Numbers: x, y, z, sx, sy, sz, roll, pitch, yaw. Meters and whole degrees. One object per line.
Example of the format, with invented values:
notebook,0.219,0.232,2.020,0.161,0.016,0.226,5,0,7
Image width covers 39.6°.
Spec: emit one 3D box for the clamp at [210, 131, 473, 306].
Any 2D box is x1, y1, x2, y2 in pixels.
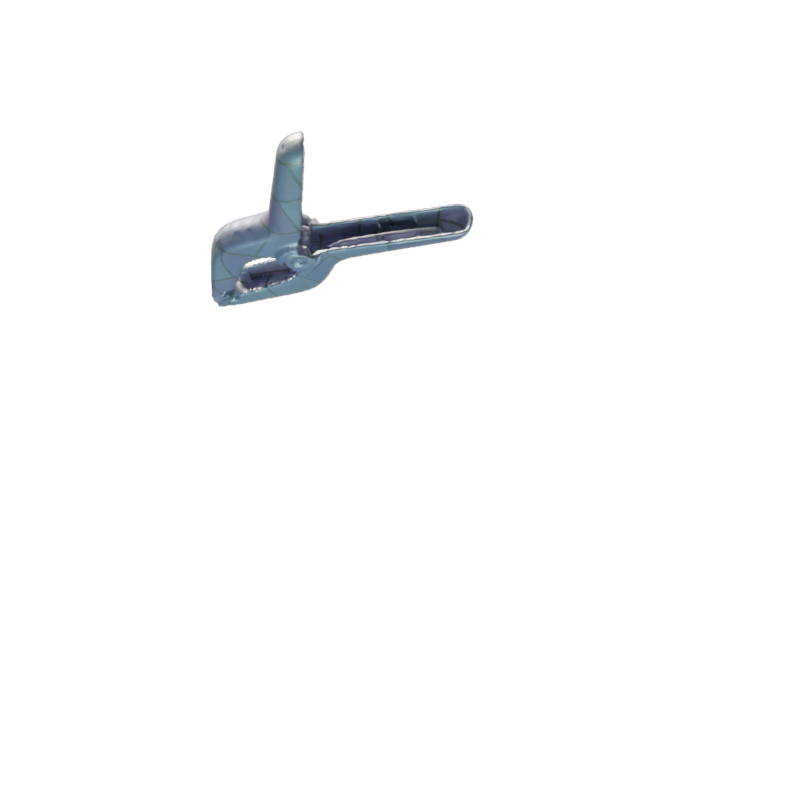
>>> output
clamp,-0.063,-0.115,0.805,0.156,0.038,0.208,16,-28,-32
